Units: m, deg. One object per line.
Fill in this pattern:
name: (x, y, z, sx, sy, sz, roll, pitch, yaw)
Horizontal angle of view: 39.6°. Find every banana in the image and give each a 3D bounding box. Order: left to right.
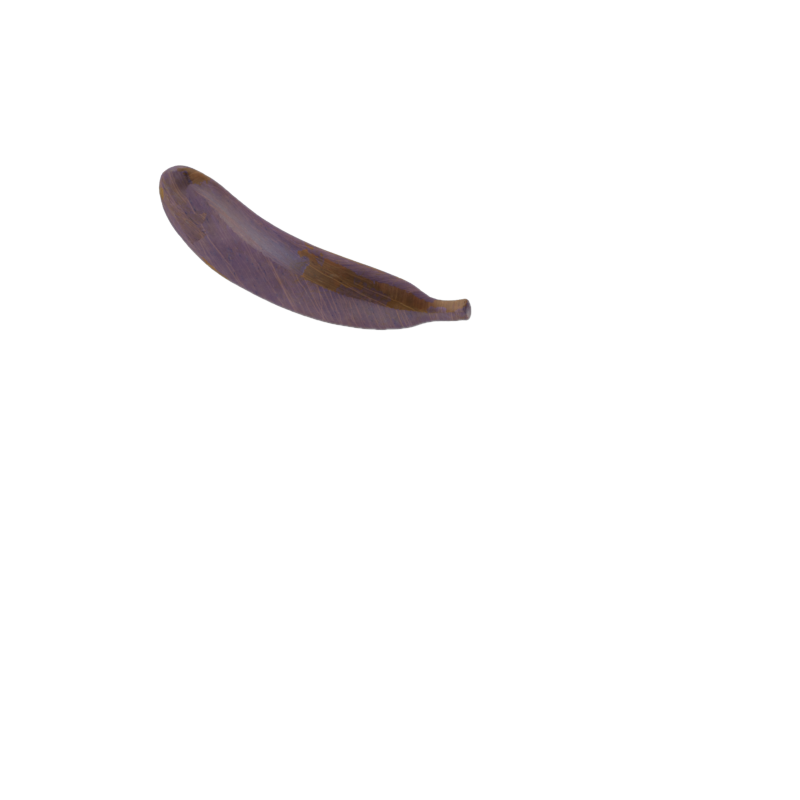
banana: (-0.054, -0.075, 0.585, 0.187, 0.039, 0.069, 19, -32, -35)
